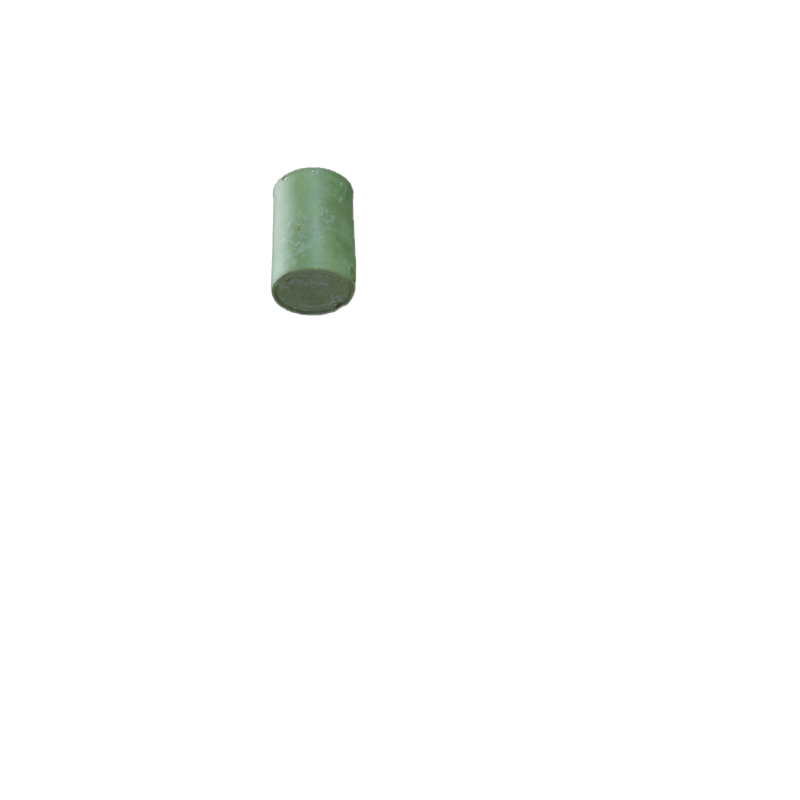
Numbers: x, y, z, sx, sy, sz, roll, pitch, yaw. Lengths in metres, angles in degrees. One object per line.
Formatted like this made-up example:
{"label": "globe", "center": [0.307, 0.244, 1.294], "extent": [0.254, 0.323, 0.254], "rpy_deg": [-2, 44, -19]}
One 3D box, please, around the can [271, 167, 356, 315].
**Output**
{"label": "can", "center": [-0.070, -0.128, 0.898], "extent": [0.068, 0.109, 0.064], "rpy_deg": [-1, -34, -2]}
